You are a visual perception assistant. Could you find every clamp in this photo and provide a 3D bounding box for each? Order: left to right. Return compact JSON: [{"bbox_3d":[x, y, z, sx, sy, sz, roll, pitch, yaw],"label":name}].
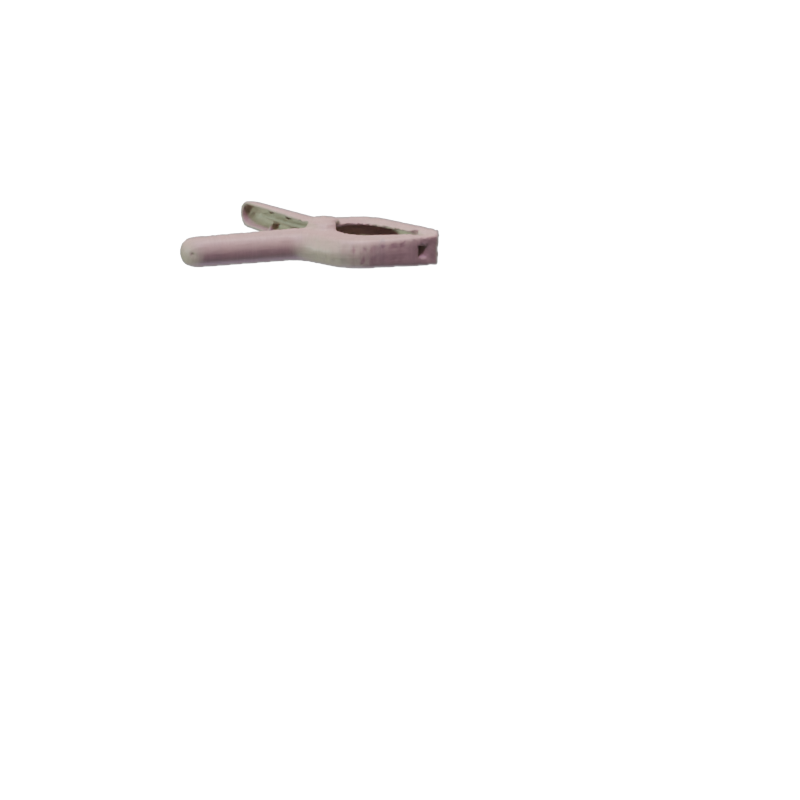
[{"bbox_3d":[-0.075,-0.136,0.952,0.217,0.035,0.167,8,24,19],"label":"clamp"}]
